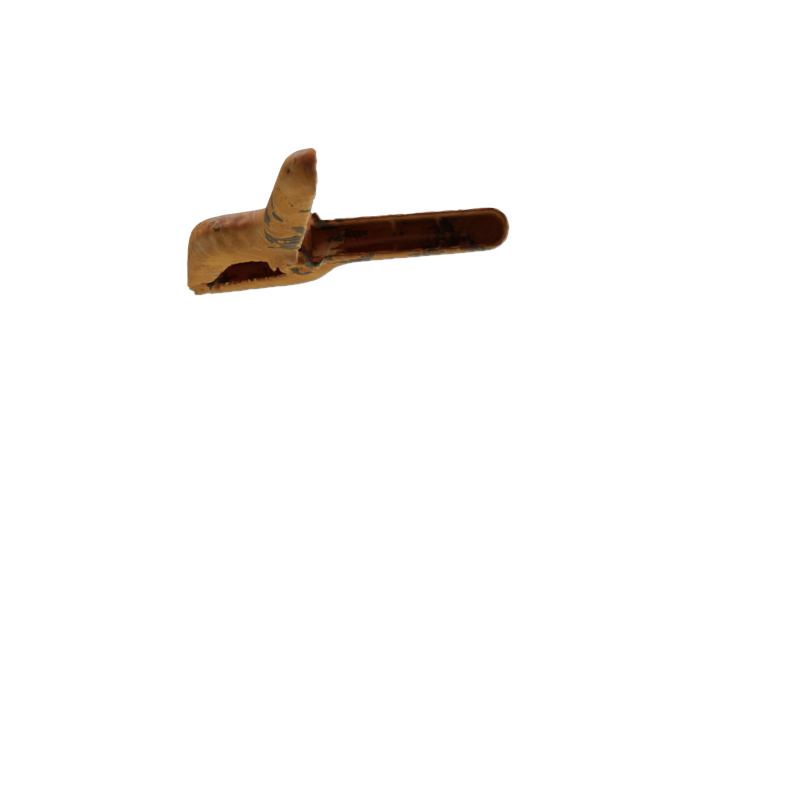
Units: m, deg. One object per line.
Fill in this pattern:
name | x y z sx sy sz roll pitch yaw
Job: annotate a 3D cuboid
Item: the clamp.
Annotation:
clamp | -0.052 -0.095 0.668 0.157 0.038 0.213 8 -13 -38
